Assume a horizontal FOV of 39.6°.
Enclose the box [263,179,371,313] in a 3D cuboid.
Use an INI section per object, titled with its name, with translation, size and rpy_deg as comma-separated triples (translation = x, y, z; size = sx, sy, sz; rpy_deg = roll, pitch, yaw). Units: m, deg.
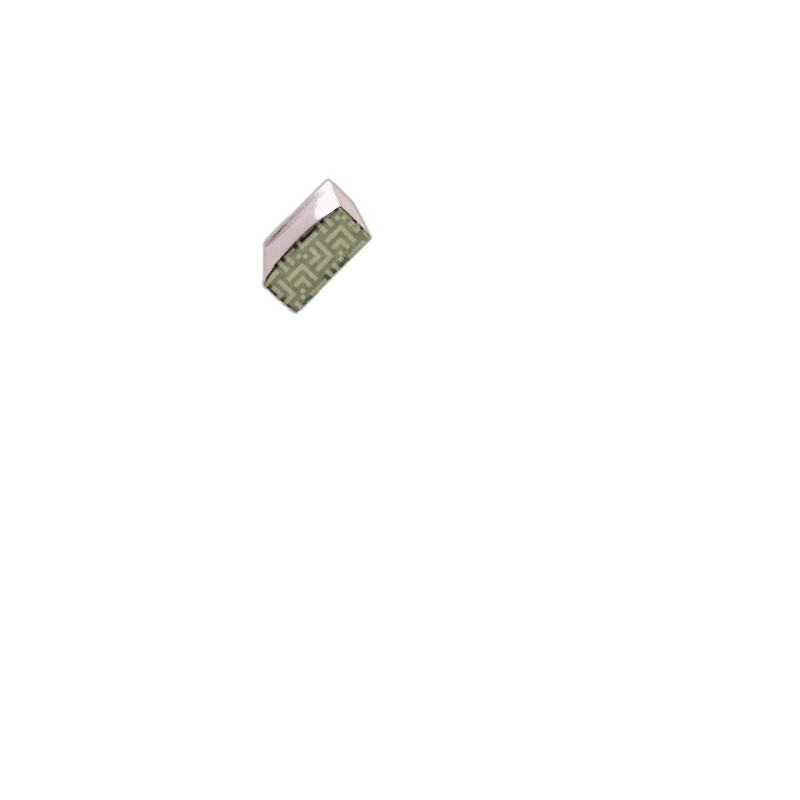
[box]
translation = -0.077, -0.142, 0.993
size = 0.093, 0.047, 0.182
rpy_deg = -43, 15, 8
